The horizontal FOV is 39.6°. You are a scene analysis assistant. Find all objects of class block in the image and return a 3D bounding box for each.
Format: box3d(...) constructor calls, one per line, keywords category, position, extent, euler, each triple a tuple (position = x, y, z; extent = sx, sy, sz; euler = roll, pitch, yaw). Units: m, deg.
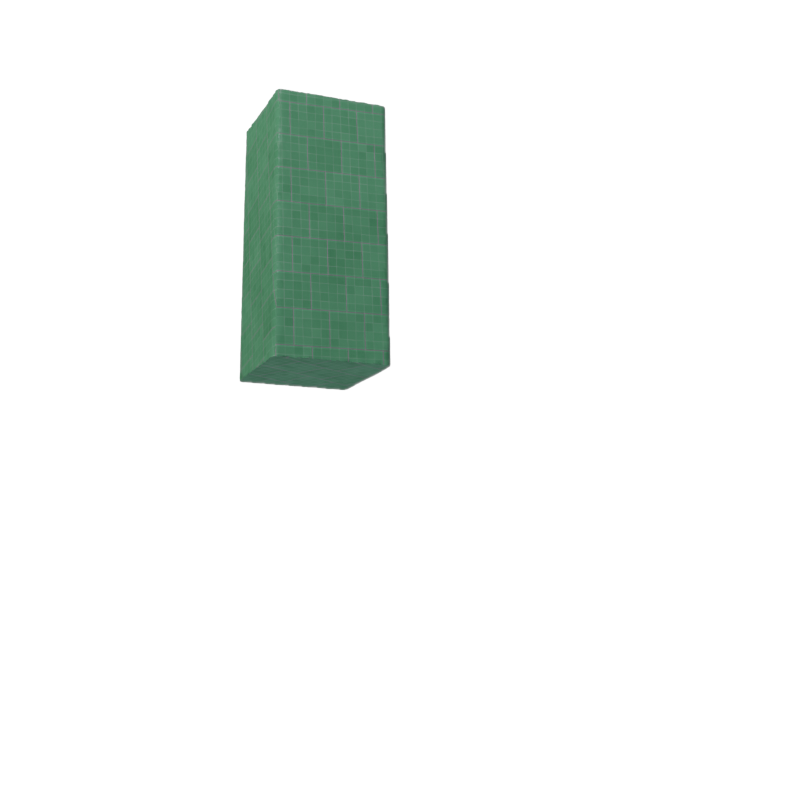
box3d(category="block", position=(-0.066, -0.121, 0.847), extent=(0.088, 0.215, 0.089), euler=(6, -19, -21))
